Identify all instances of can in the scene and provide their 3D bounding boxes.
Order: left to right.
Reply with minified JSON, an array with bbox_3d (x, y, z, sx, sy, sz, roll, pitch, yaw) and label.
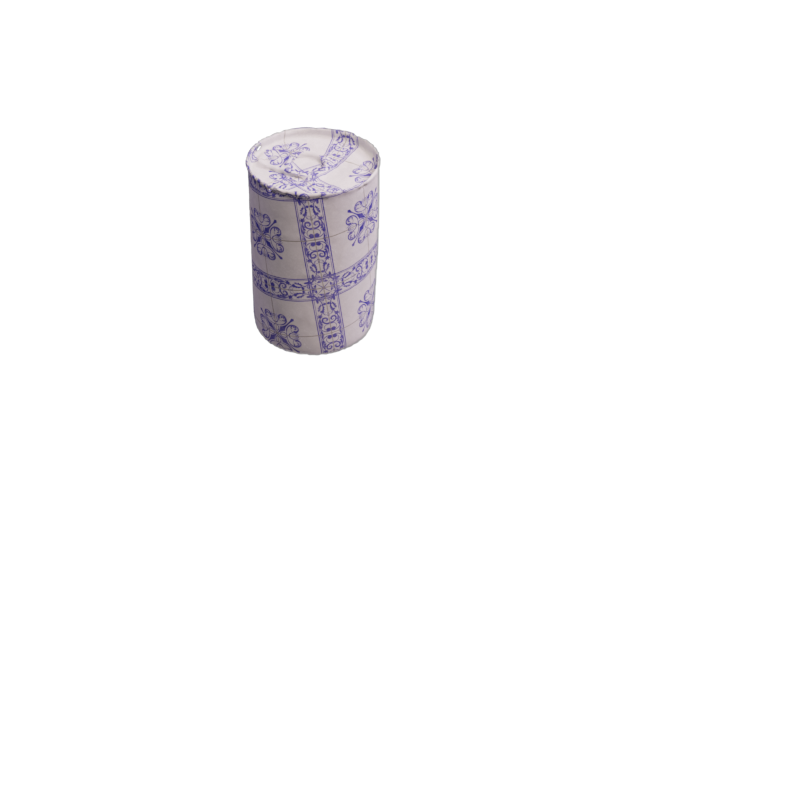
[{"bbox_3d":[-0.046,-0.083,0.584,0.068,0.095,0.073,0,38,-3],"label":"can"}]
